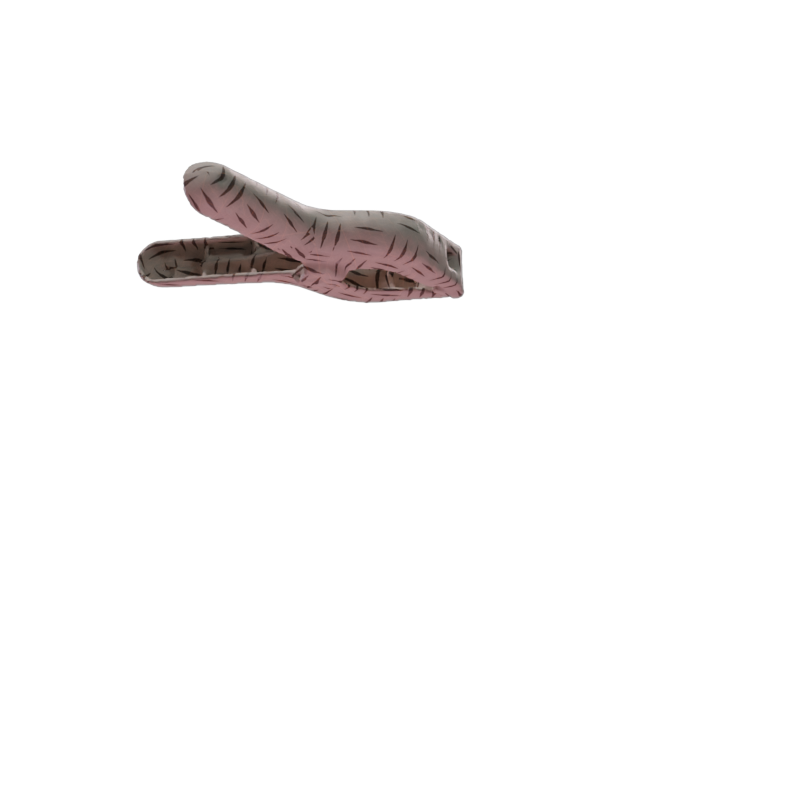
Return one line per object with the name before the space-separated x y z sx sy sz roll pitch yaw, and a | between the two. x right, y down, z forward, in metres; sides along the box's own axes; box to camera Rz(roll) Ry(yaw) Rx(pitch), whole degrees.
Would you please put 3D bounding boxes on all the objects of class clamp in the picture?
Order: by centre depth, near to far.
clamp | -0.044 -0.080 0.557 0.169 0.040 0.118 2 -10 -12
